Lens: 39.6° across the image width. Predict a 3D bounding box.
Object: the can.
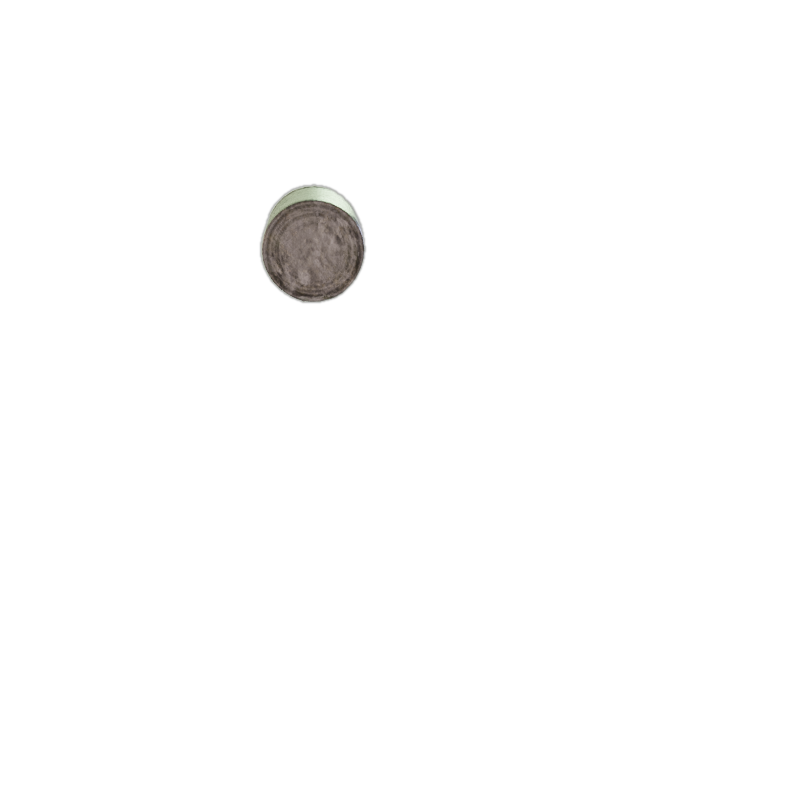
[{"bbox_3d":[-0.059,-0.107,0.751,0.068,0.067,0.105,0,13,-3],"label":"can"}]
